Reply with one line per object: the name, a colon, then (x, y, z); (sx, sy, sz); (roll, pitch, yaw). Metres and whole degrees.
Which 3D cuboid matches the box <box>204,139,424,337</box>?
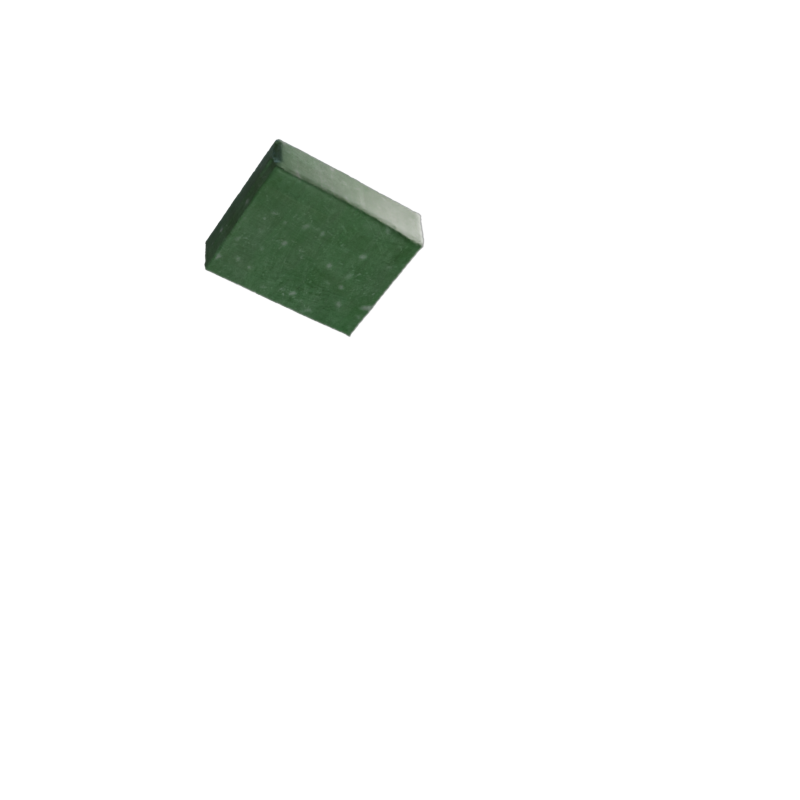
box: (-0.055, -0.100, 0.703); (0.109, 0.087, 0.042); (27, 32, -20)
